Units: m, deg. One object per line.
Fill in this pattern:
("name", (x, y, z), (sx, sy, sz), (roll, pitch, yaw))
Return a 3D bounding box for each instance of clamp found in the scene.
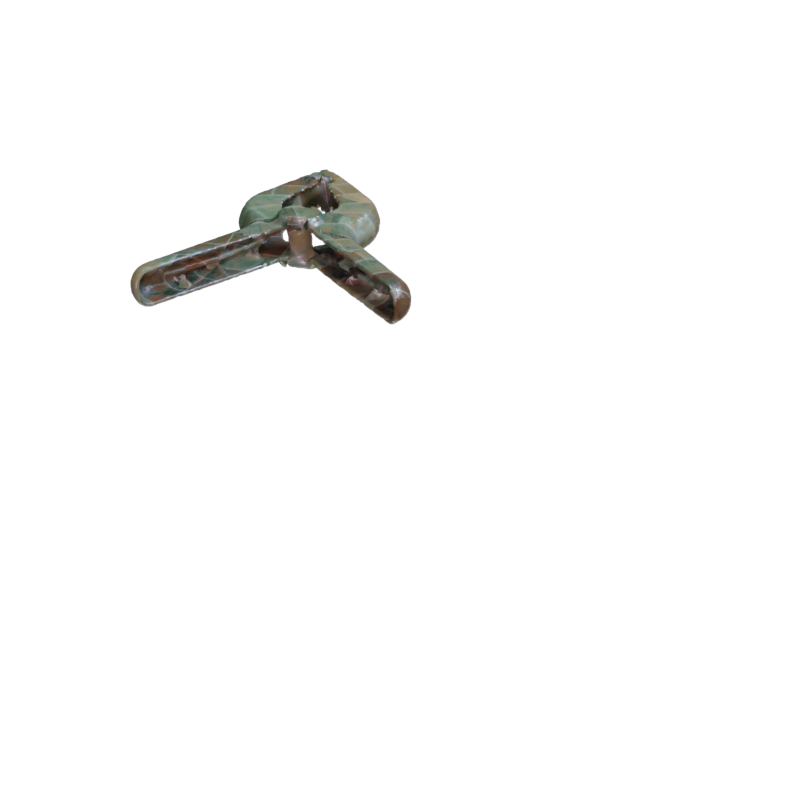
("clamp", (-0.056, -0.102, 0.714), (0.169, 0.034, 0.216), (8, 29, 14))
